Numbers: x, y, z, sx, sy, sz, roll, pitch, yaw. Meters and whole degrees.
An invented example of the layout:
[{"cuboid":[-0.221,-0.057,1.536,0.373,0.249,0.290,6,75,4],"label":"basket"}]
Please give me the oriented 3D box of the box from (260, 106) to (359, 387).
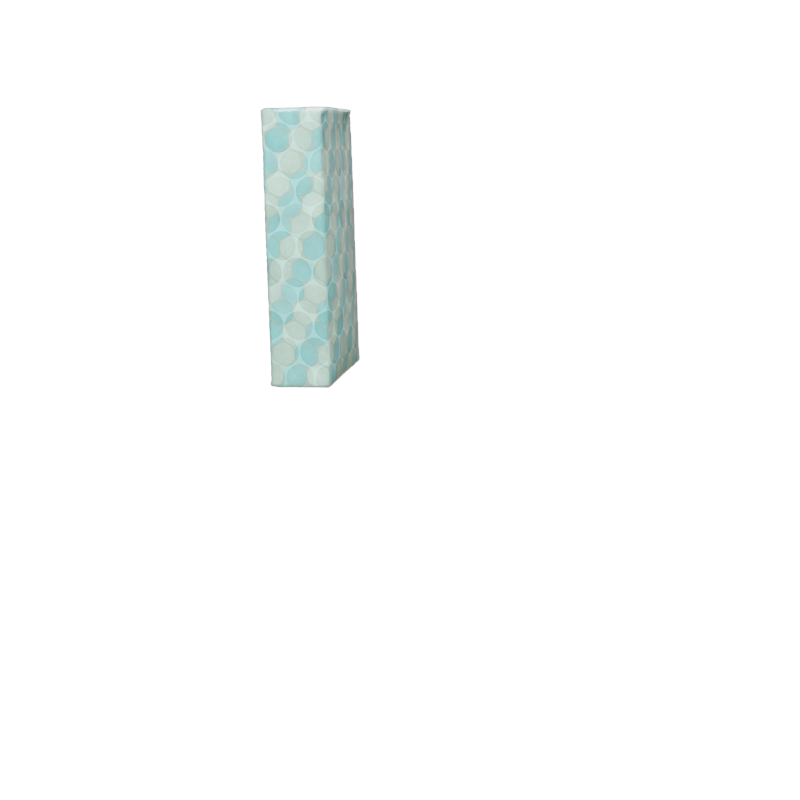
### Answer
[{"cuboid":[-0.057,-0.104,0.731,0.049,0.173,0.094,2,8,10],"label":"box"}]
